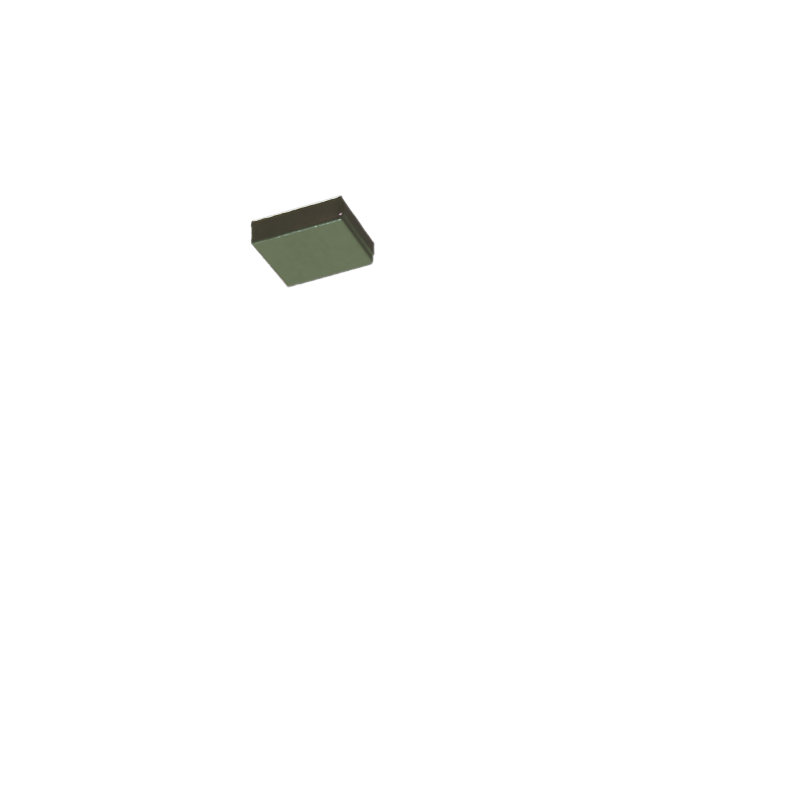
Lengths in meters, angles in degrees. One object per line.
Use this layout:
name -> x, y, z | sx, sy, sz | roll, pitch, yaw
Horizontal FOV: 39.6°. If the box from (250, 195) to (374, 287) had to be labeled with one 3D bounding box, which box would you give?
box -> -0.077, -0.140, 0.980 | 0.090, 0.032, 0.067 | -14, -35, 20
